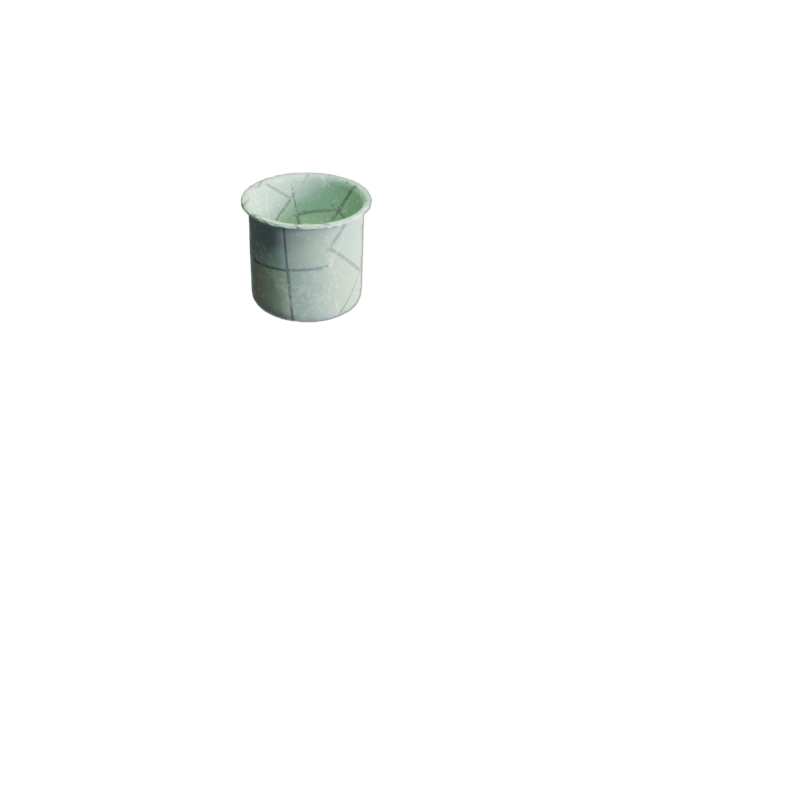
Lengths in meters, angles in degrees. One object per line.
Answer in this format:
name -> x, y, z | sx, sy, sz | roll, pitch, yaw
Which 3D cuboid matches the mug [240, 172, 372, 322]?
mug -> -0.064, -0.116, 0.812 | 0.096, 0.077, 0.120 | 12, 34, 18
